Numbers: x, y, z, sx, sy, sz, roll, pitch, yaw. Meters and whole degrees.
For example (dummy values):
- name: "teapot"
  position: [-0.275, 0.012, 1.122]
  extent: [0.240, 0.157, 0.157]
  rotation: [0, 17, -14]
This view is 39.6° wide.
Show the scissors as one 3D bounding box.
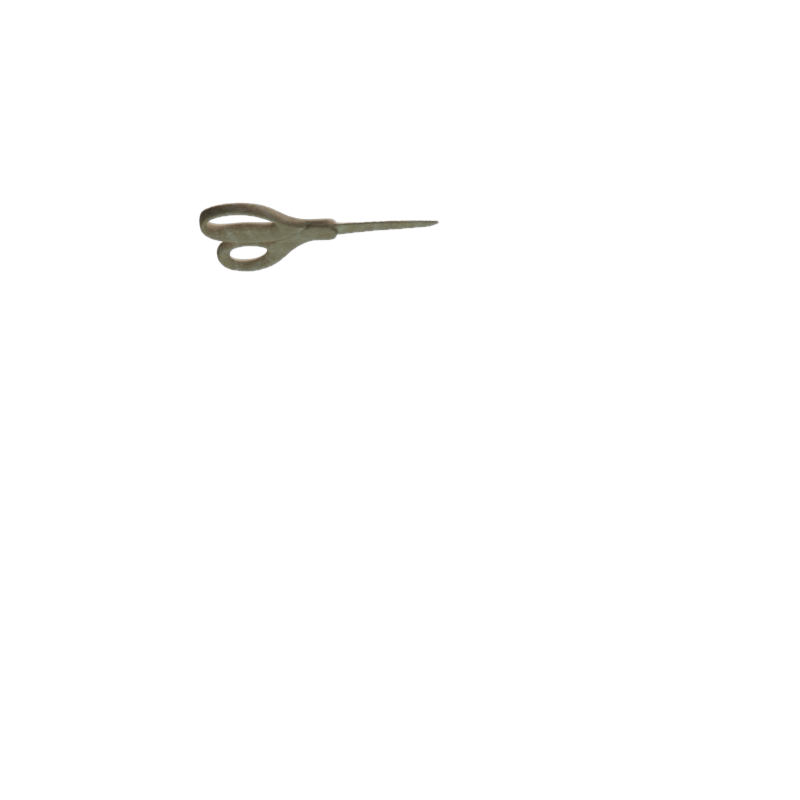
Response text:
- name: "scissors"
  position: [-0.076, -0.138, 0.968]
  extent: [0.199, 0.017, 0.091]
  rotation: [5, -30, -9]
